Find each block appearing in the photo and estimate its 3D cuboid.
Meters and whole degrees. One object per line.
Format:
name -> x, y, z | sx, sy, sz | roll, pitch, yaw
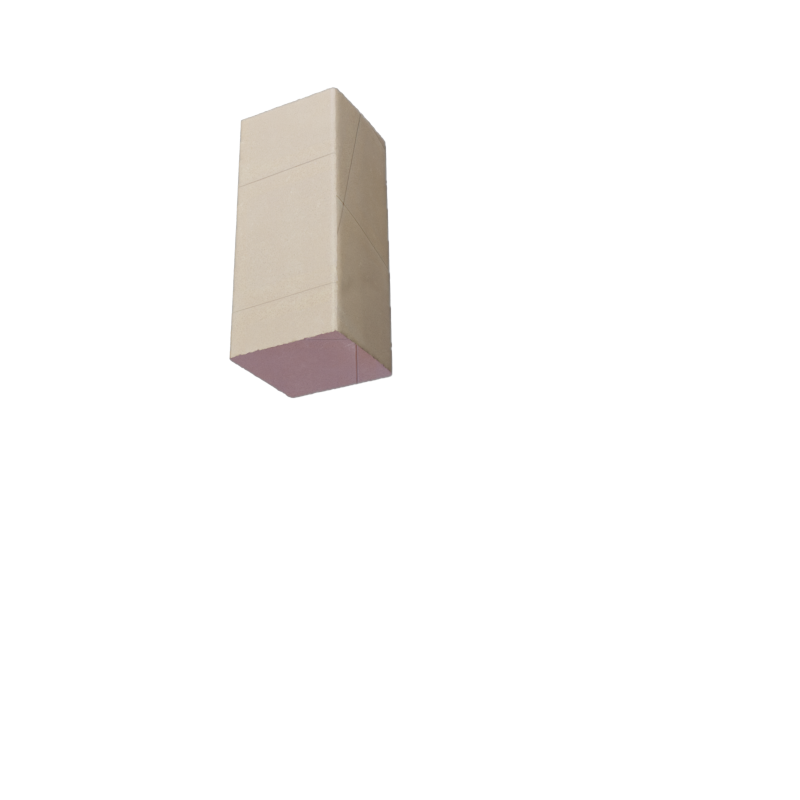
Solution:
block -> -0.065, -0.120, 0.841 | 0.092, 0.219, 0.084 | -15, -30, 24
